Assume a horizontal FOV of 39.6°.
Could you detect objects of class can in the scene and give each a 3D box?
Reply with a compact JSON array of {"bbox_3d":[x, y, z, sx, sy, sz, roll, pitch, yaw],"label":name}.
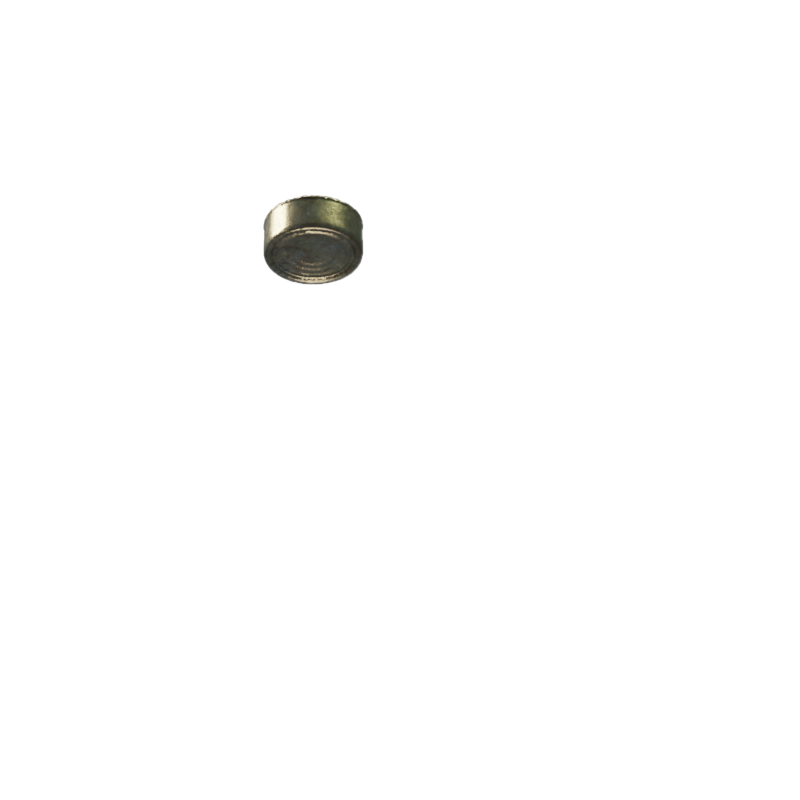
[{"bbox_3d":[-0.074,-0.135,0.944,0.086,0.036,0.080,1,-32,-2],"label":"can"}]
